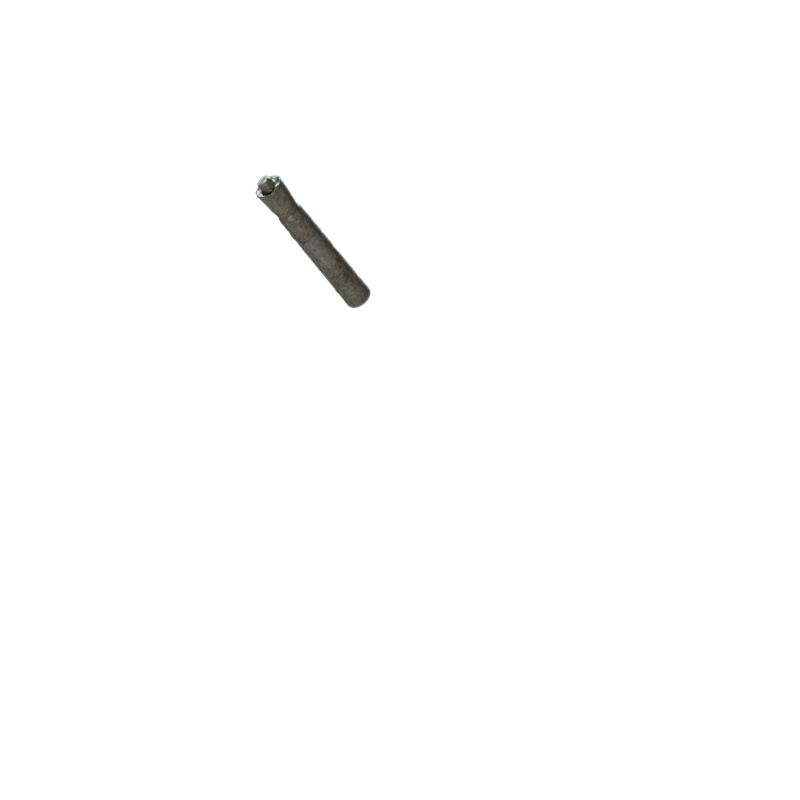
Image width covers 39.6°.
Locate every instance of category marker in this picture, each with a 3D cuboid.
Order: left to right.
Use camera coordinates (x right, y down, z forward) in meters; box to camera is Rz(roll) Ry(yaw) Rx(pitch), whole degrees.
[{"bbox_3d":[-0.057,-0.104,0.725,0.021,0.020,0.112,3,-35,41],"label":"marker"}]
